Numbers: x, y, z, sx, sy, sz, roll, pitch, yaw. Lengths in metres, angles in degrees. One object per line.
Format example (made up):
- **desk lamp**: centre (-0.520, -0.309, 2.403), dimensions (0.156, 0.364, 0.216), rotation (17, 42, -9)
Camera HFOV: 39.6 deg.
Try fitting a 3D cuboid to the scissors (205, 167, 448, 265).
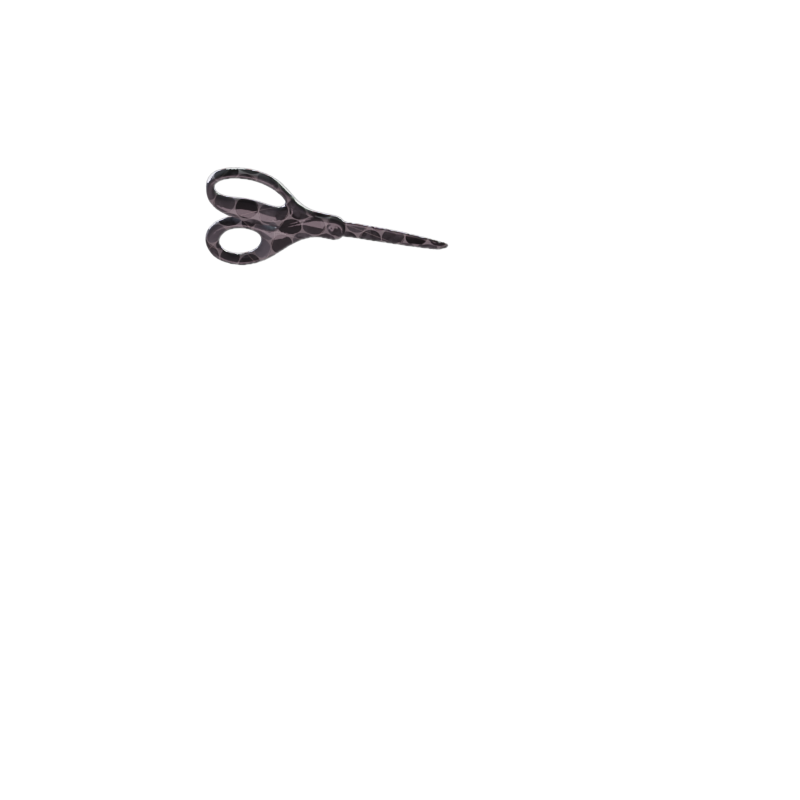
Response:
- **scissors**: centre (-0.071, -0.129, 0.907), dimensions (0.195, 0.093, 0.017), rotation (22, 35, -16)
